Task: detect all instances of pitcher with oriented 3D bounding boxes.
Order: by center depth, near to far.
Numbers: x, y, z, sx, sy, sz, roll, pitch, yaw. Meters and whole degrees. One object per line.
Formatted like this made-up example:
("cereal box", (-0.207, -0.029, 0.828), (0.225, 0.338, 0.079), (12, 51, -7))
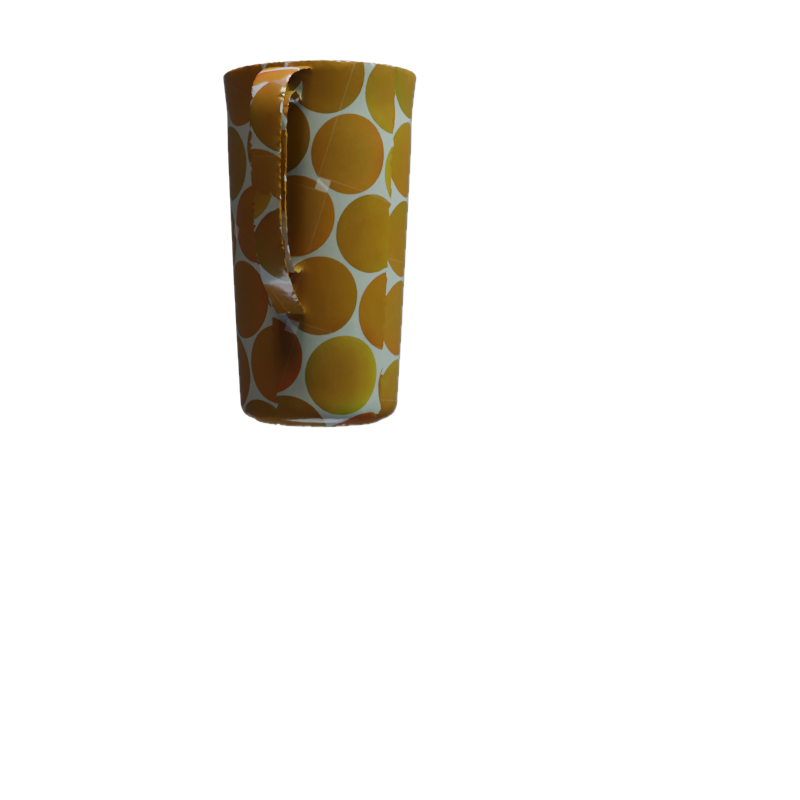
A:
("pitcher", (-0.059, -0.108, 0.755), (0.144, 0.244, 0.150), (0, 0, -30))
